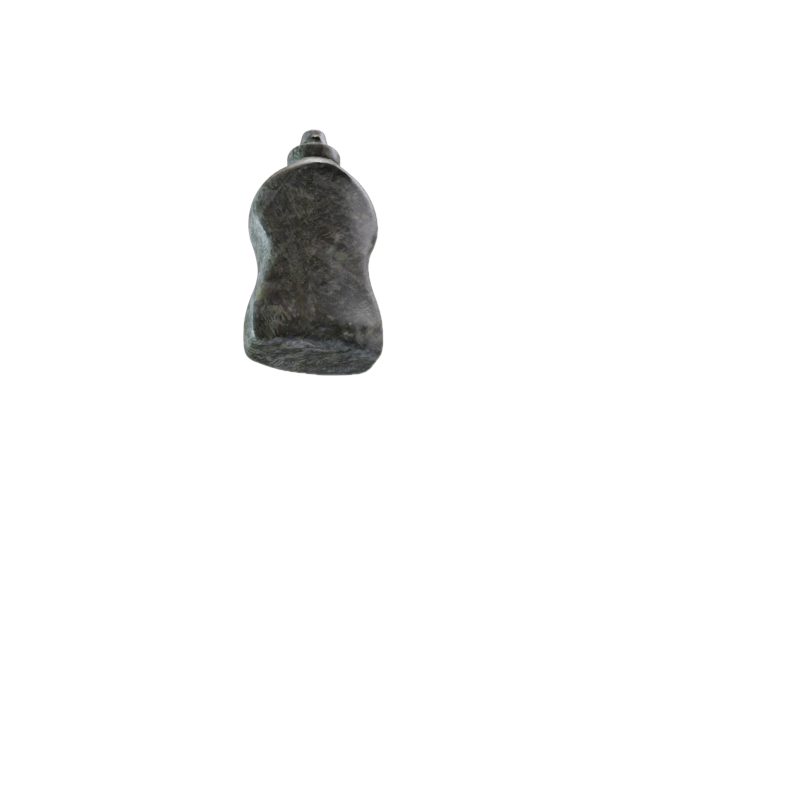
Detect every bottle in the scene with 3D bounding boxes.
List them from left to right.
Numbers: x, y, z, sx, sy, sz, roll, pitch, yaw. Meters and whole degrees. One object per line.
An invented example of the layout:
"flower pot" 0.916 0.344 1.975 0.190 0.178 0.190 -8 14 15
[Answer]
"bottle" -0.064 -0.117 0.815 0.094 0.204 0.056 6 -30 -14
